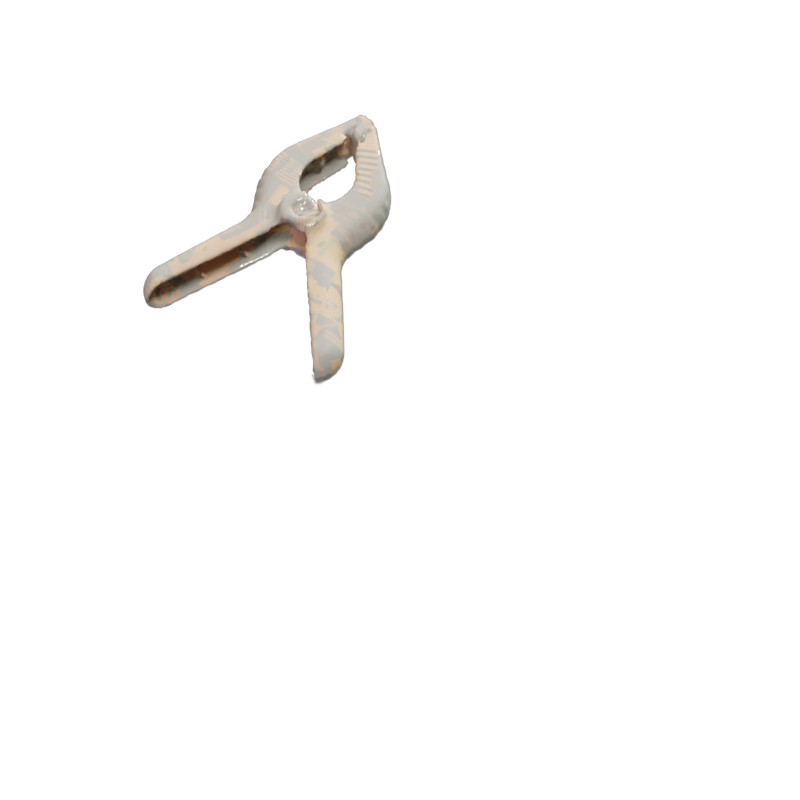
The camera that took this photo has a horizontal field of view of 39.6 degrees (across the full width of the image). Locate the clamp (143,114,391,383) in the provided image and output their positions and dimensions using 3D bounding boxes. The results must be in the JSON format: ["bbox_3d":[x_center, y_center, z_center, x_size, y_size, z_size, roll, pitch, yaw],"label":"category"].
[{"bbox_3d":[-0.049,-0.090,0.629,0.125,0.175,0.037,32,-23,15],"label":"clamp"}]
